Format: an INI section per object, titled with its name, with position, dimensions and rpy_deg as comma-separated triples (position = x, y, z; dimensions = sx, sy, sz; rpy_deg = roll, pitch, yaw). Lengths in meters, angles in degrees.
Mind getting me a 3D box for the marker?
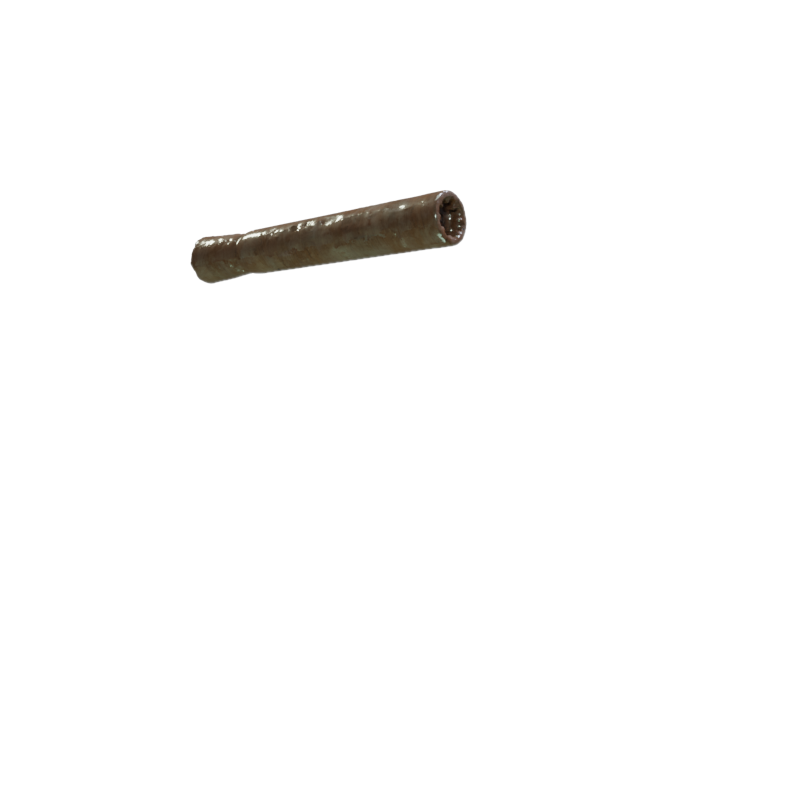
[marker]
position = -0.032, -0.058, 0.404
dimensions = 0.125, 0.020, 0.019
rpy_deg = -3, 1, 38
